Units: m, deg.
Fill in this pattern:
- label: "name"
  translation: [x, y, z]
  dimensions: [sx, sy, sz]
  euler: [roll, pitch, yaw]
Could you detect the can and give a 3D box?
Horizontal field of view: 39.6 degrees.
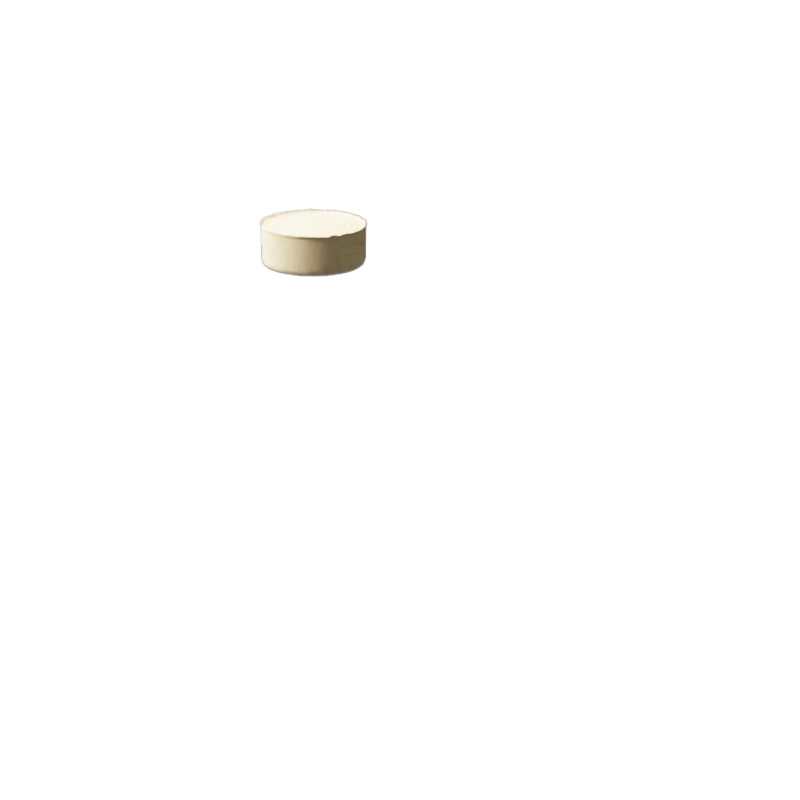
- label: "can"
  translation: [-0.069, -0.126, 0.885]
  dimensions: [0.086, 0.032, 0.090]
  euler: [-1, 22, -2]
